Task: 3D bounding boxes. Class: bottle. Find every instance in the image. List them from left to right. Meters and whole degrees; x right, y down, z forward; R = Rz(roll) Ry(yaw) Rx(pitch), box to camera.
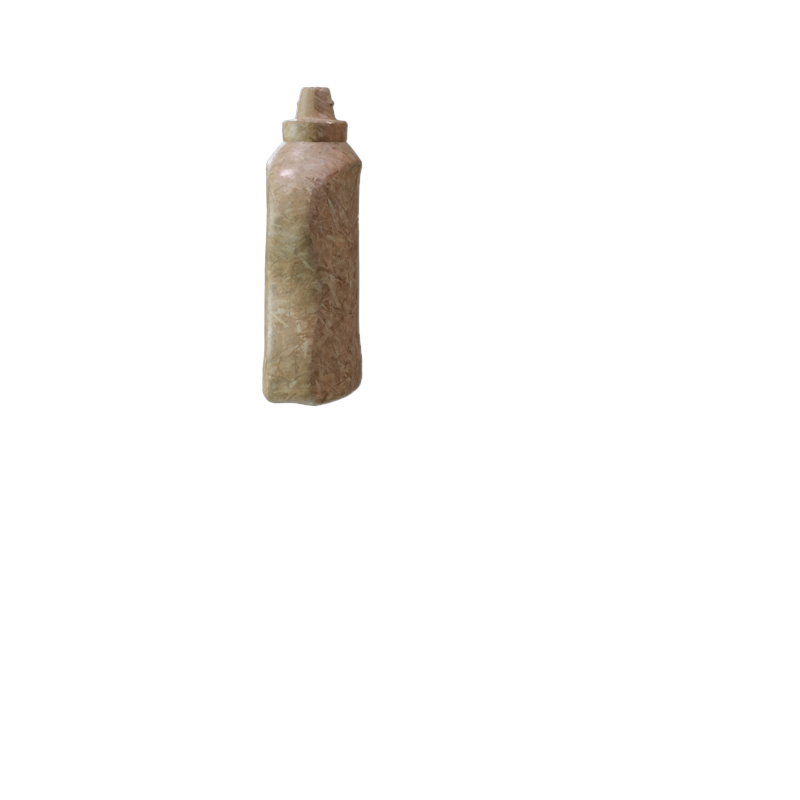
[{"bbox_3d":[-0.054,-0.099,0.695,0.060,0.189,0.095,2,7,16],"label":"bottle"}]
